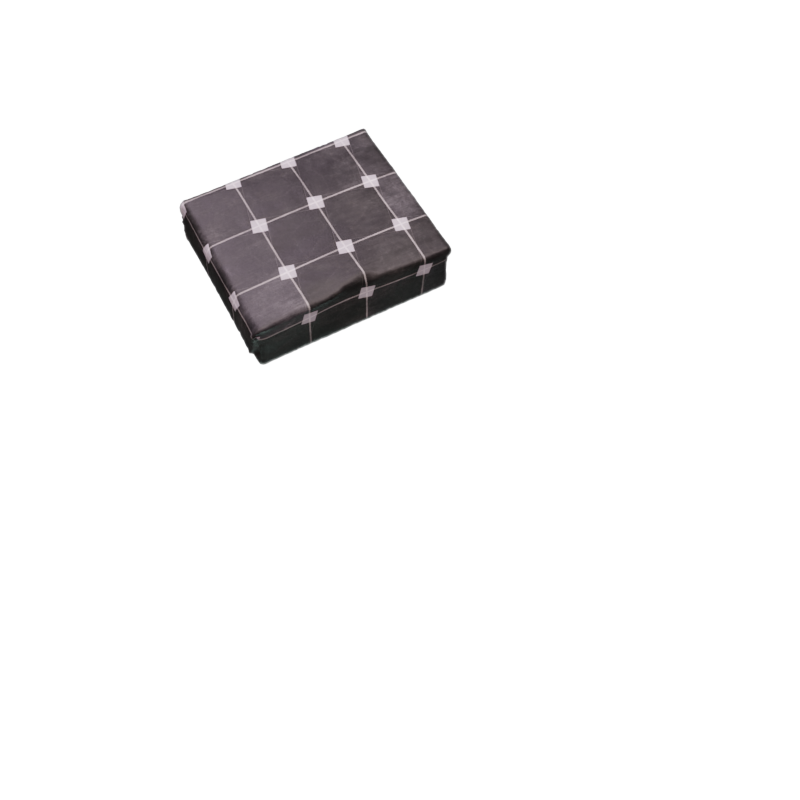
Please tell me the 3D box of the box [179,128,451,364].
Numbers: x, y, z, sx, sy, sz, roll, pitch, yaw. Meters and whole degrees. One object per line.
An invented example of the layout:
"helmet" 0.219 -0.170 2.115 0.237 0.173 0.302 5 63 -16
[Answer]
"box" -0.036 -0.065 0.456 0.089 0.078 0.028 -24 -30 -16
